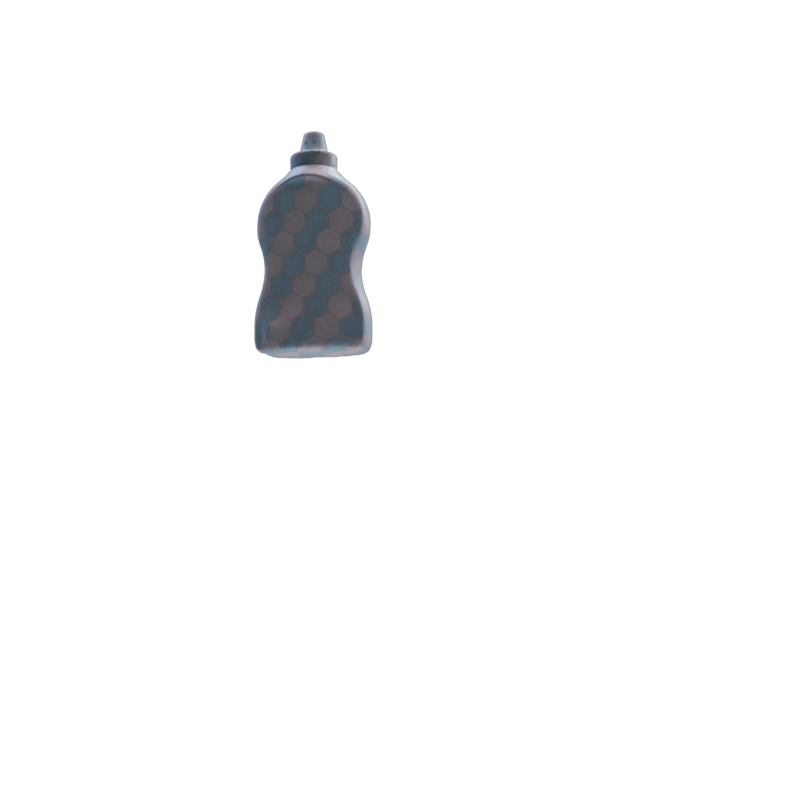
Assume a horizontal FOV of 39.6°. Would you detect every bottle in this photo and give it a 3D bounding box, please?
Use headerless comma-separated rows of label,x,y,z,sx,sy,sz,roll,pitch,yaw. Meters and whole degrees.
bottle,-0.073,-0.134,0.936,0.098,0.198,0.055,-4,-13,17
